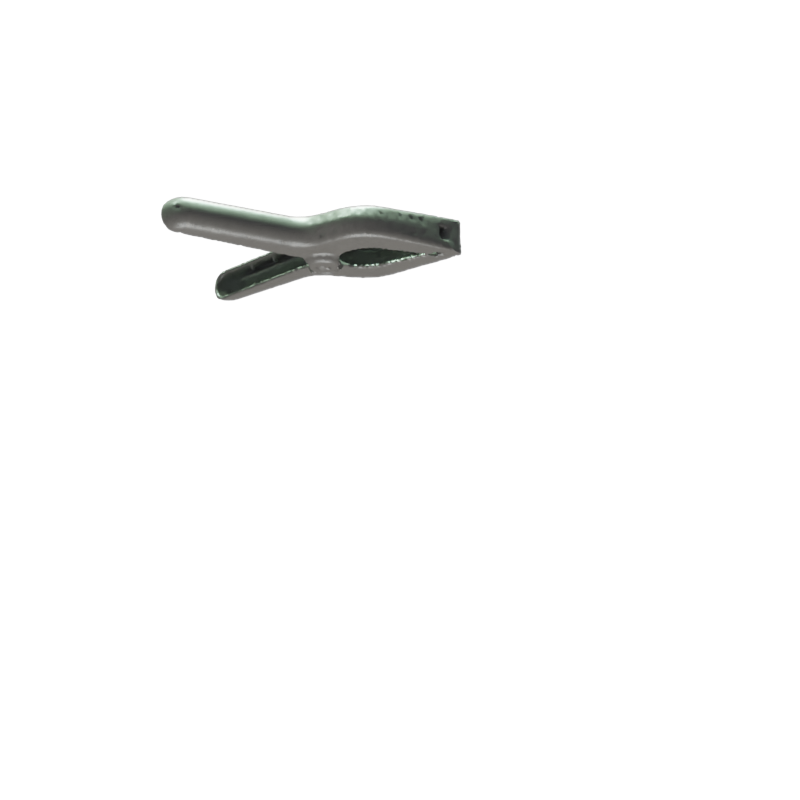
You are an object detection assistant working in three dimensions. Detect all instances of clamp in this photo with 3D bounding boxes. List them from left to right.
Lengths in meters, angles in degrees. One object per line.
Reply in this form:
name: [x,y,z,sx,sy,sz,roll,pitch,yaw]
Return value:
clamp: [-0.064,-0.116,0.812,0.213,0.038,0.155,-4,-15,14]
